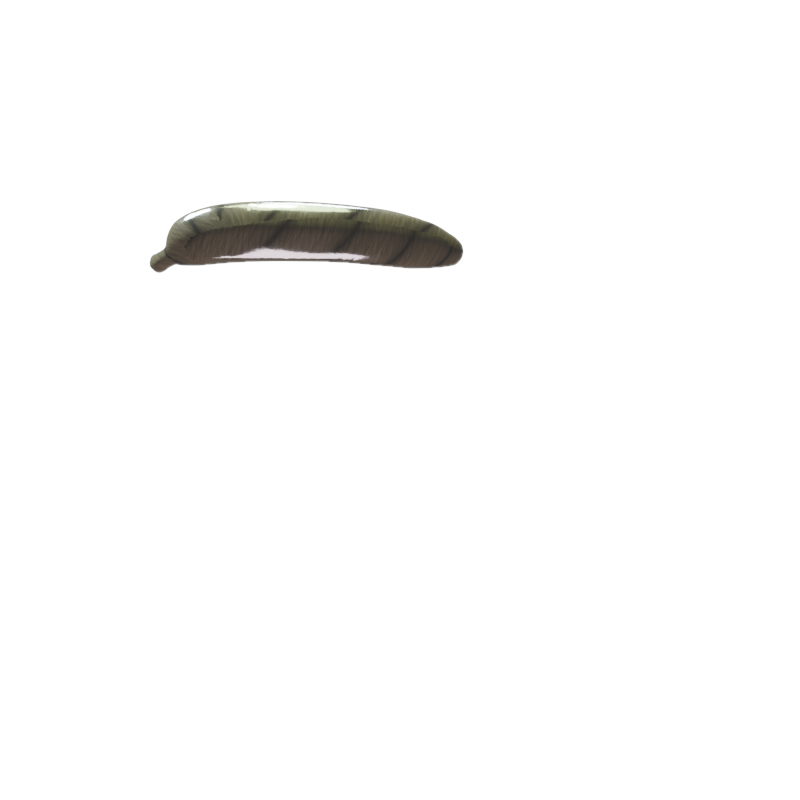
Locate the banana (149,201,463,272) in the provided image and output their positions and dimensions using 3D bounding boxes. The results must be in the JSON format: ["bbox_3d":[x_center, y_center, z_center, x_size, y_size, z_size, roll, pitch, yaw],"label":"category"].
[{"bbox_3d":[-0.056,-0.100,0.676,0.197,0.037,0.069,0,-3,-2],"label":"banana"}]
